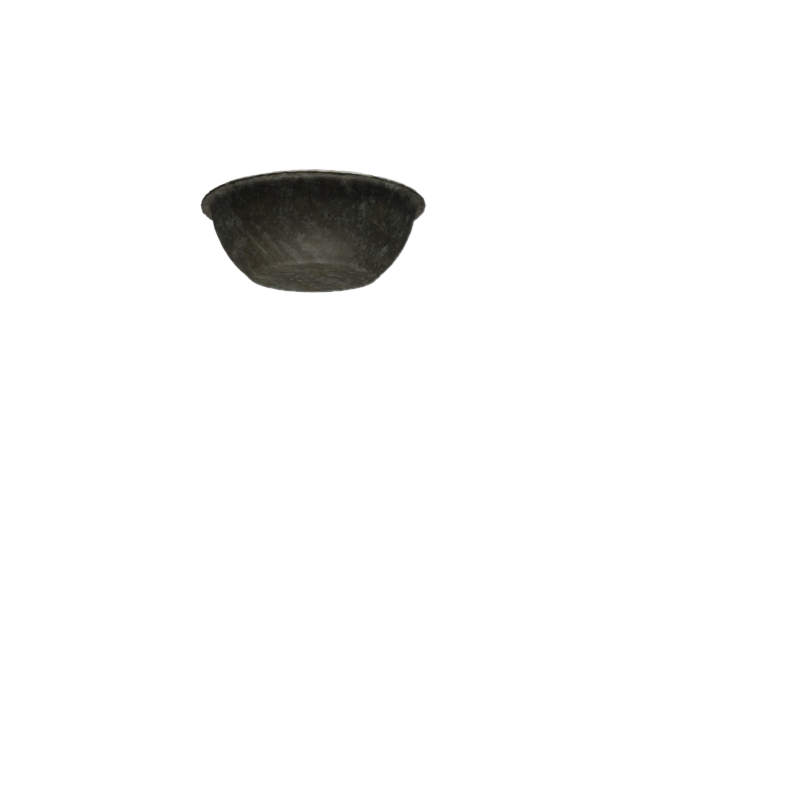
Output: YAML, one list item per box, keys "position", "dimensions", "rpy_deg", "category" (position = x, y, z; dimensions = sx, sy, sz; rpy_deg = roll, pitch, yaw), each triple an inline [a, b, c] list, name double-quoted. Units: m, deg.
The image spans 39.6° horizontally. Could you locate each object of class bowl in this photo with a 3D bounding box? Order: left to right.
- position: [-0.062, -0.113, 0.792]
  dimensions: [0.162, 0.057, 0.158]
  rpy_deg: [0, -8, -2]
  category: "bowl"
